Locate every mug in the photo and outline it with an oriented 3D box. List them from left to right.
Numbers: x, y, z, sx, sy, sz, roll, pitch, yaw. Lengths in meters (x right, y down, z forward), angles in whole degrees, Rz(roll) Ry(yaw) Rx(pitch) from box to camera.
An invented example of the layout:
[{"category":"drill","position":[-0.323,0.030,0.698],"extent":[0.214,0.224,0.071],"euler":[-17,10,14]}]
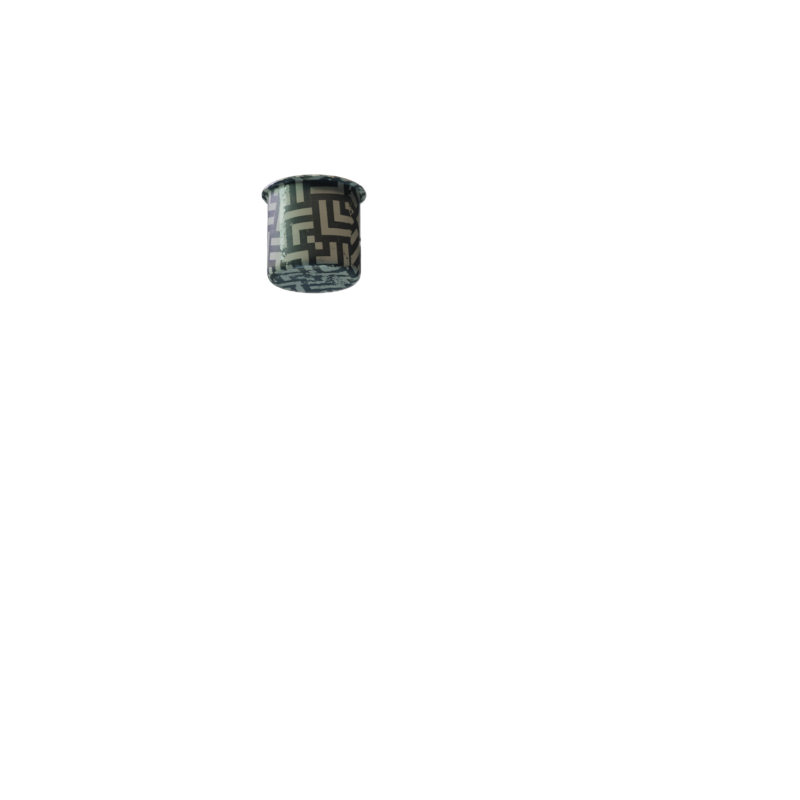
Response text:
[{"category":"mug","position":[-0.077,-0.140,0.980],"extent":[0.093,0.085,0.113],"euler":[1,-14,-6]}]
